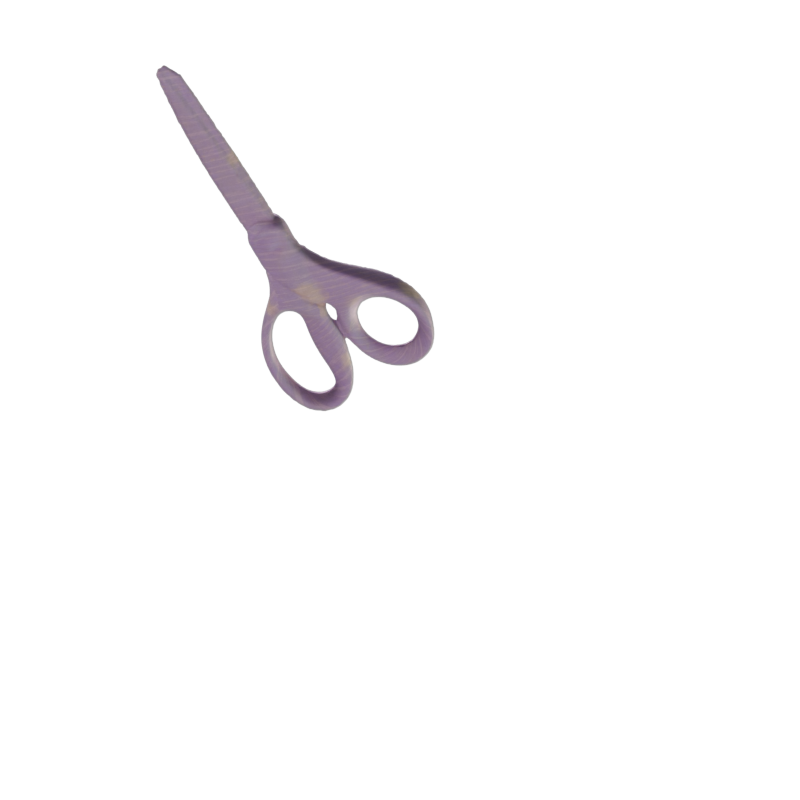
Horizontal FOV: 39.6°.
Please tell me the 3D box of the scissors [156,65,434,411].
[{"bbox_3d":[-0.041,-0.075,0.523,0.097,0.187,0.017,-8,36,6],"label":"scissors"}]
